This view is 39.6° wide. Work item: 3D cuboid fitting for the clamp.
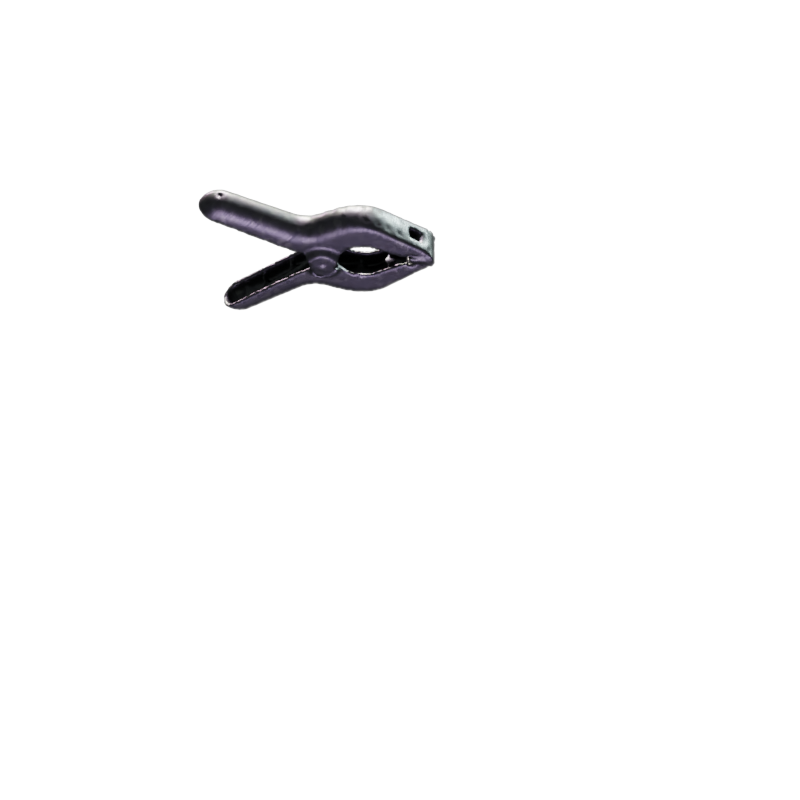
[{"bbox_3d":[-0.063,-0.116,0.810,0.173,0.042,0.111,-7,-32,11],"label":"clamp"}]
